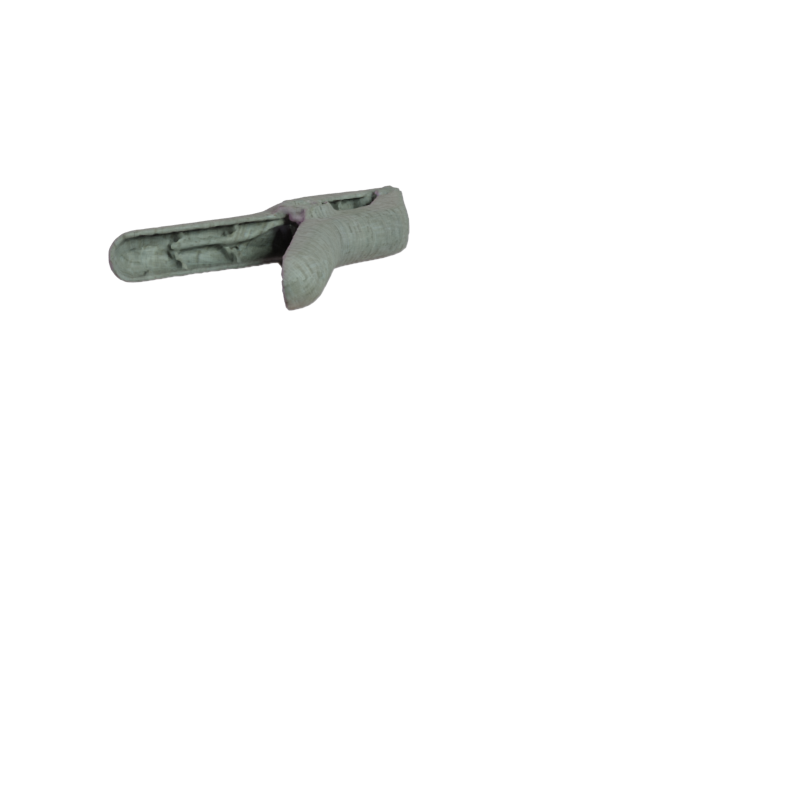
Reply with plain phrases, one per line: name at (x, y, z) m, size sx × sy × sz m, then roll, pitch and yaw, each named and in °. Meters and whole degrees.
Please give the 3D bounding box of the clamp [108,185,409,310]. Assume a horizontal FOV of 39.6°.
clamp at (-0.043, -0.078, 0.547) m, size 0.127 × 0.037 × 0.169 m, roll 22°, pitch 33°, yaw 39°
